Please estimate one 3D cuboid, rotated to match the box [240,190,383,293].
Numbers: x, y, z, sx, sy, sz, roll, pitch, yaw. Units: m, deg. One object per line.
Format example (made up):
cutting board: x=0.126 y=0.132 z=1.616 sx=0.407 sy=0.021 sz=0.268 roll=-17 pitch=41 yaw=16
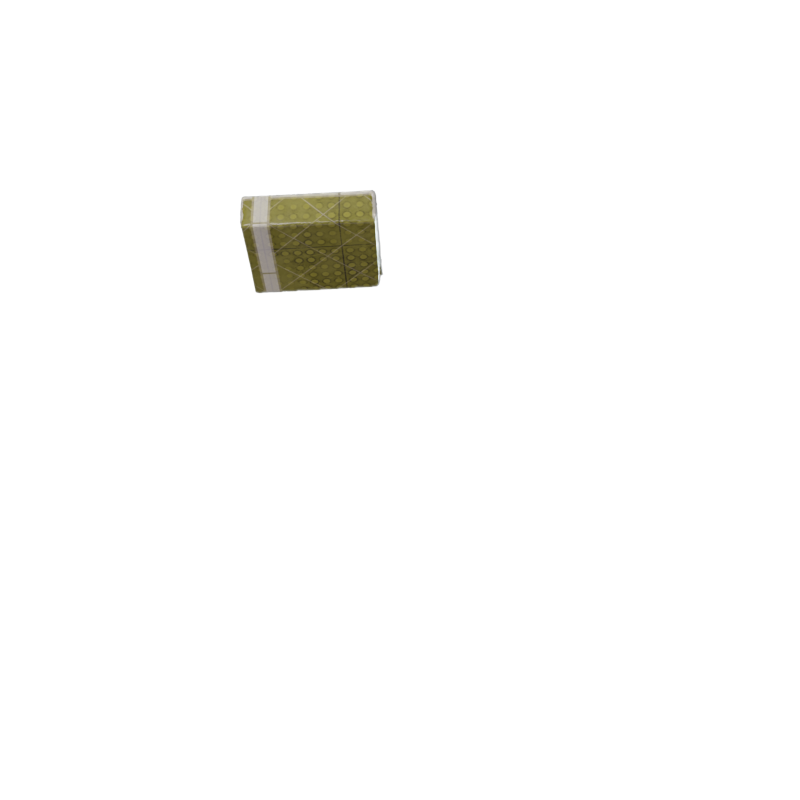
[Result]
box: x=-0.058 y=-0.106 z=0.742 sx=0.090 sy=0.032 sz=0.068 roll=-3 pitch=-33 yaw=3
